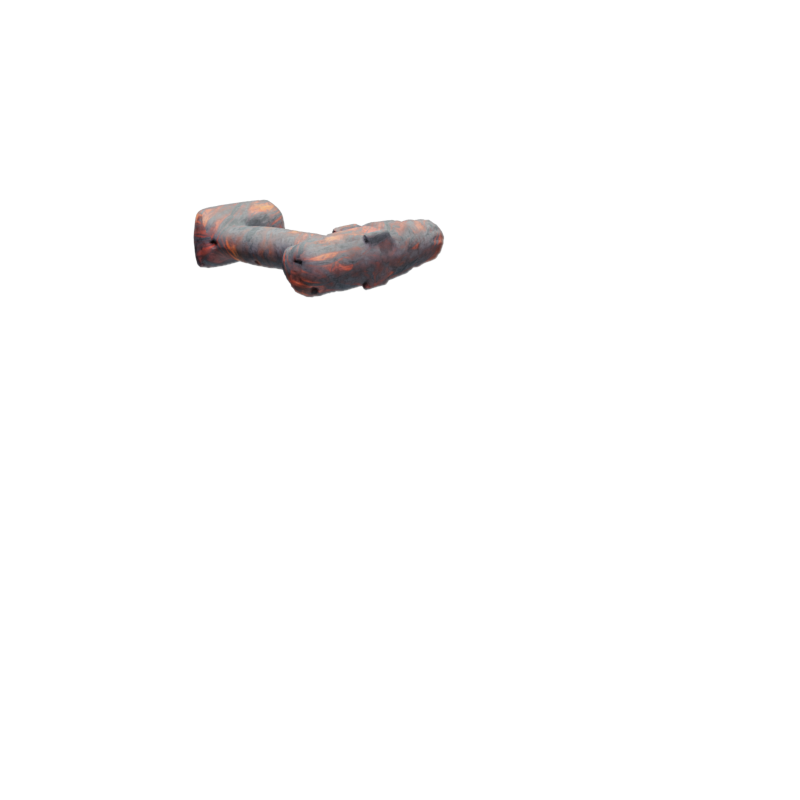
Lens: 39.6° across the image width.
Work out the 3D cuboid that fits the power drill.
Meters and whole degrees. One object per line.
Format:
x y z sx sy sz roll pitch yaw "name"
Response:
-0.078 -0.142 0.994 0.197 0.056 0.181 14 22 38 "power drill"
